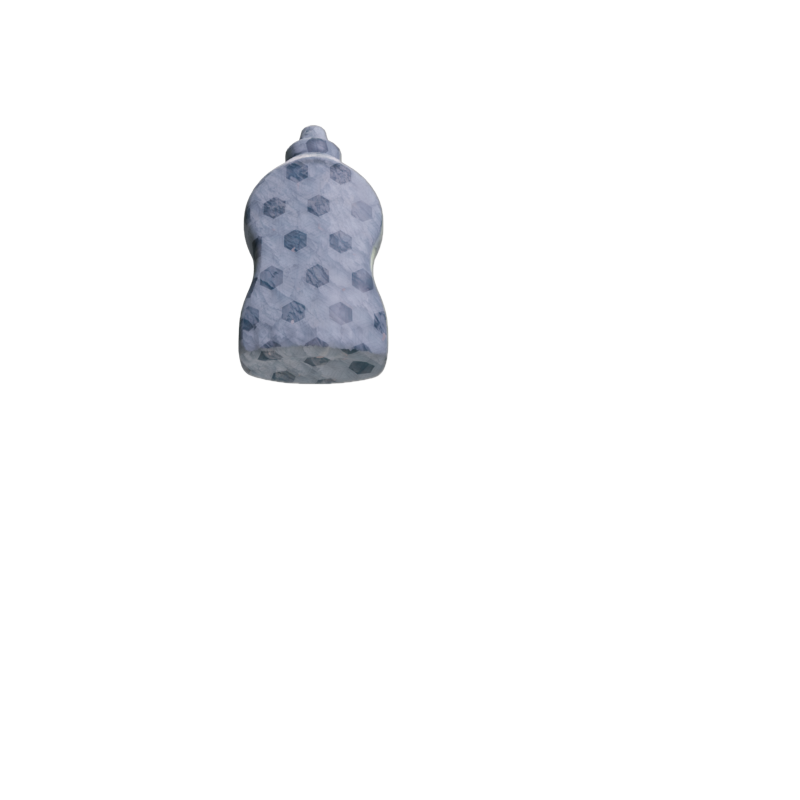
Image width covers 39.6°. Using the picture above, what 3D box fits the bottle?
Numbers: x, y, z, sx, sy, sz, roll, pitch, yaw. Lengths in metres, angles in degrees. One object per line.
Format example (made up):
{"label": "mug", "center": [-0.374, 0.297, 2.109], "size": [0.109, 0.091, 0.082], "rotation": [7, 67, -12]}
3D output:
{"label": "bottle", "center": [-0.059, -0.108, 0.757], "size": [0.096, 0.204, 0.055], "rotation": [-1, -30, -1]}
